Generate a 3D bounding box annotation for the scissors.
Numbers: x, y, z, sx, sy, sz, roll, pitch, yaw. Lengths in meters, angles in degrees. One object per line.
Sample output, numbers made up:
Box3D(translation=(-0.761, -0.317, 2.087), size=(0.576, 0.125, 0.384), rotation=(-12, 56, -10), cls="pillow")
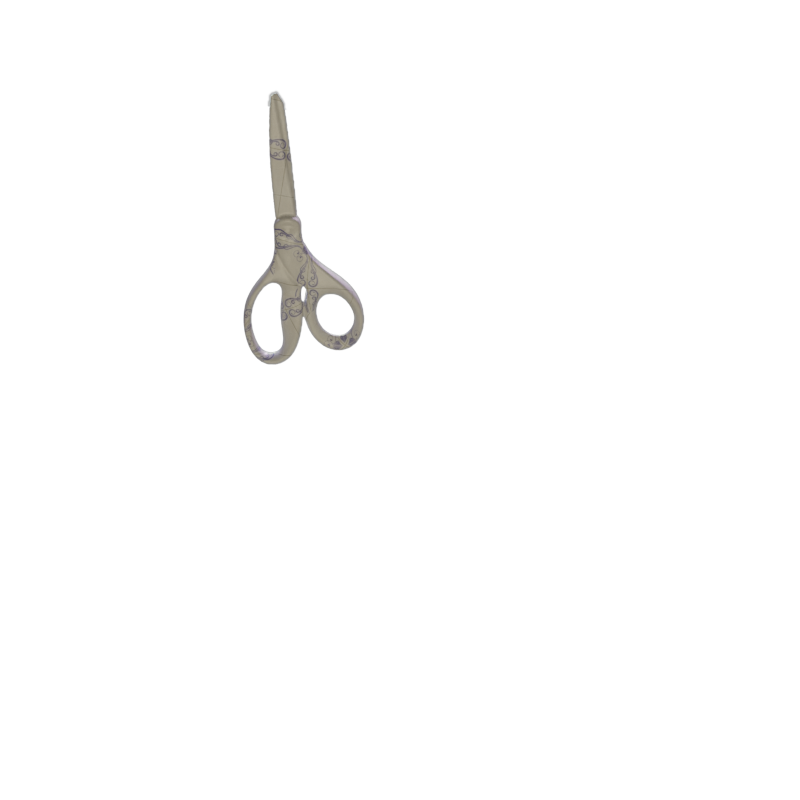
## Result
Box3D(translation=(-0.061, -0.111, 0.778), size=(0.095, 0.193, 0.017), rotation=(12, 25, -6), cls="scissors")
